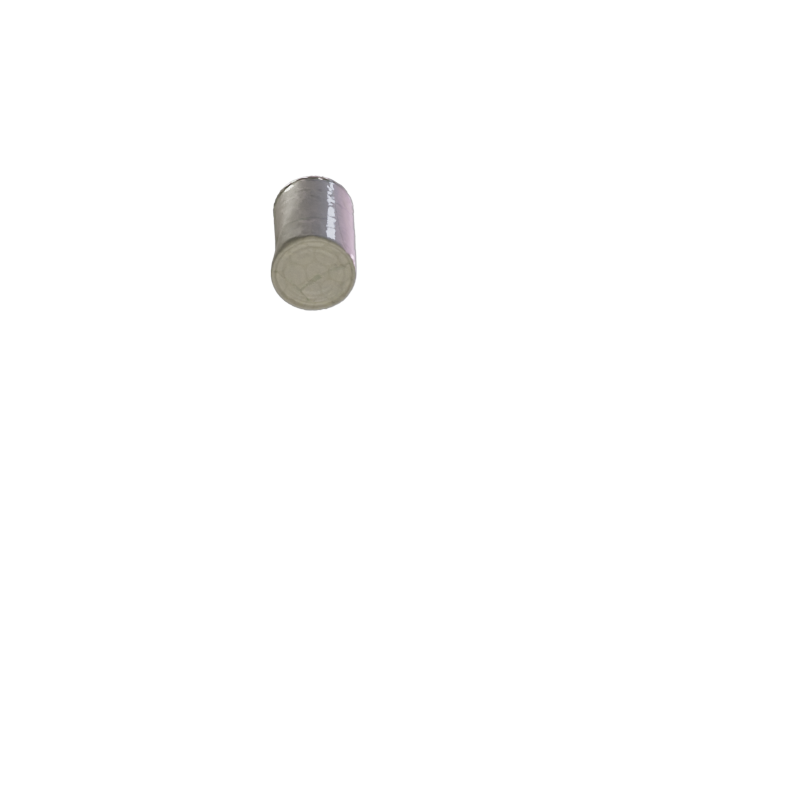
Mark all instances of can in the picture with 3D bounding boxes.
[{"bbox_3d":[-0.069,-0.126,0.886,0.068,0.064,0.109,-1,35,-3],"label":"can"}]
